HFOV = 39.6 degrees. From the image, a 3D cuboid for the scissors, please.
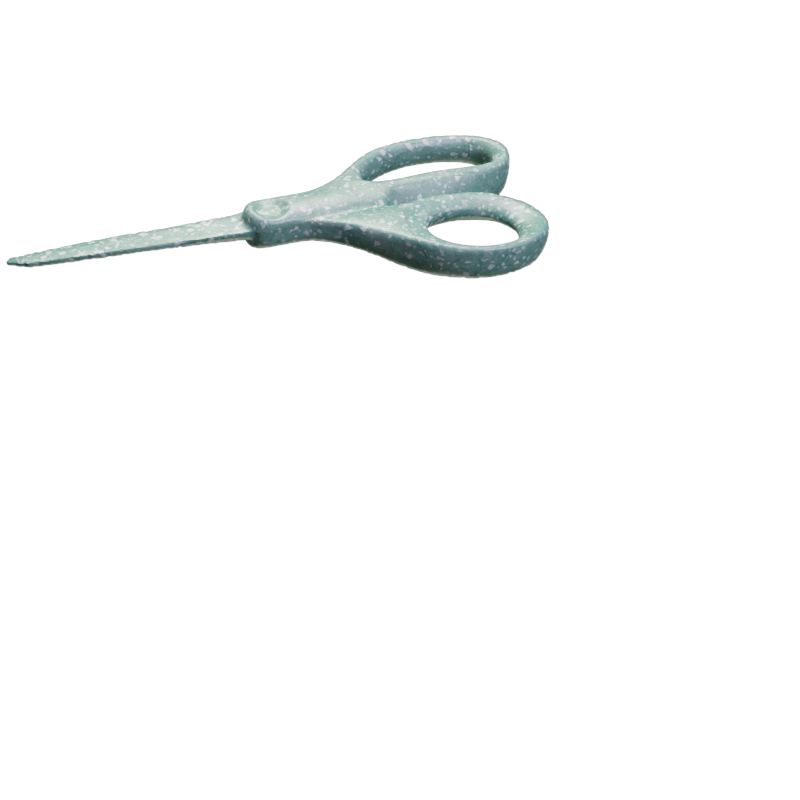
[{"bbox_3d":[-0.032,-0.058,0.408,0.200,0.015,0.104,-23,44,-26],"label":"scissors"}]
